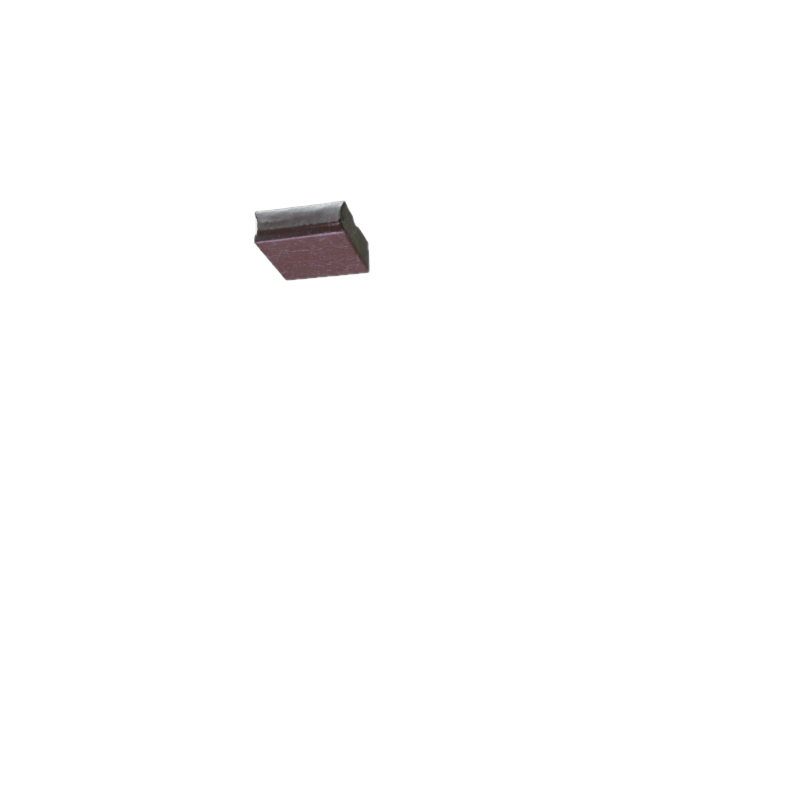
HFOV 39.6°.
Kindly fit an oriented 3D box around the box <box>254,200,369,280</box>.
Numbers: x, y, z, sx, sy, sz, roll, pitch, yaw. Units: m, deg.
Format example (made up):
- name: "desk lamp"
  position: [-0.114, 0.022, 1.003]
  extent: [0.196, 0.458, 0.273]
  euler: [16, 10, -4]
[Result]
- name: "box"
  position: [-0.069, -0.127, 0.886]
  extent: [0.074, 0.032, 0.084]
  euler: [-4, -18, 13]
